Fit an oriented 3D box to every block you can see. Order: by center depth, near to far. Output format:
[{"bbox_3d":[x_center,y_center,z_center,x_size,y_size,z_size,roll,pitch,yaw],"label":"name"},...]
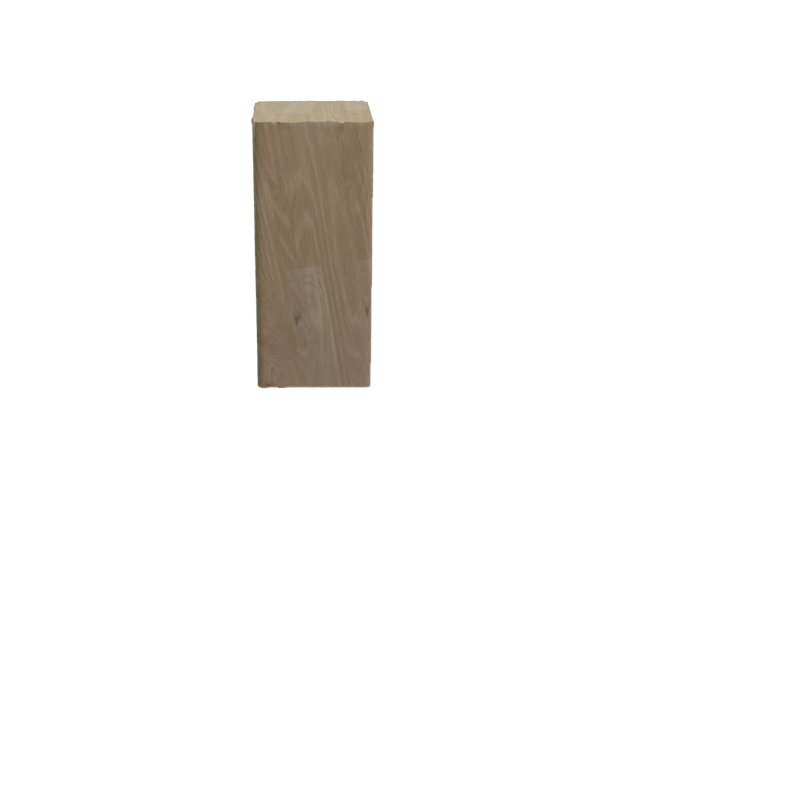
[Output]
[{"bbox_3d":[-0.068,-0.123,0.859,0.090,0.198,0.095,0,19,-4],"label":"block"}]
